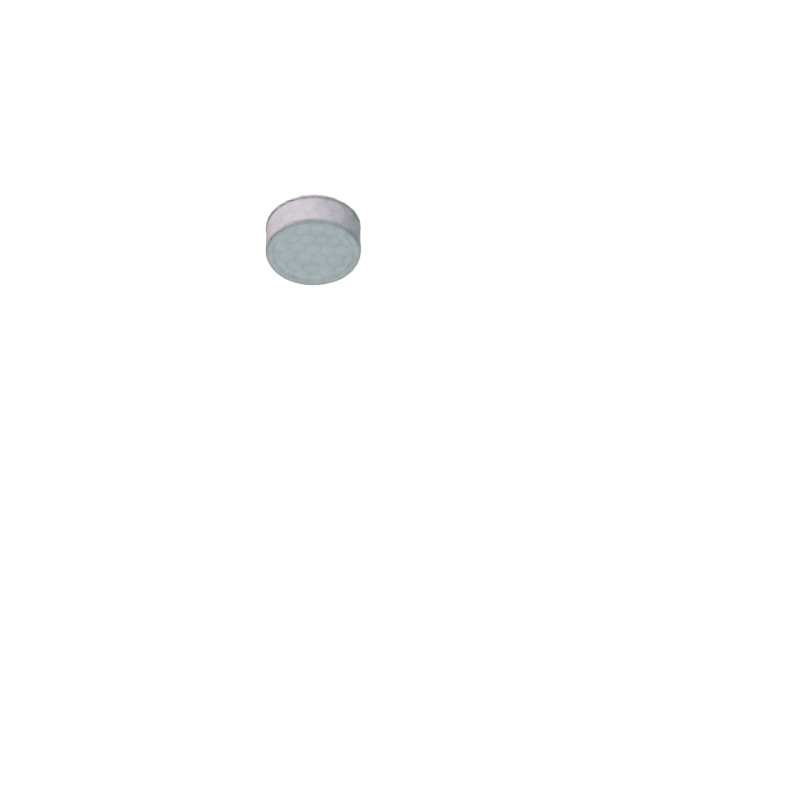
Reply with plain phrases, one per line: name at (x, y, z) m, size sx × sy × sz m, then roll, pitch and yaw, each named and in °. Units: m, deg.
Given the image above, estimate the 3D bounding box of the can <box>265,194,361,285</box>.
can at (-0.077, -0.141, 0.987) m, size 0.086 × 0.036 × 0.080 m, roll 1°, pitch -38°, yaw -2°
